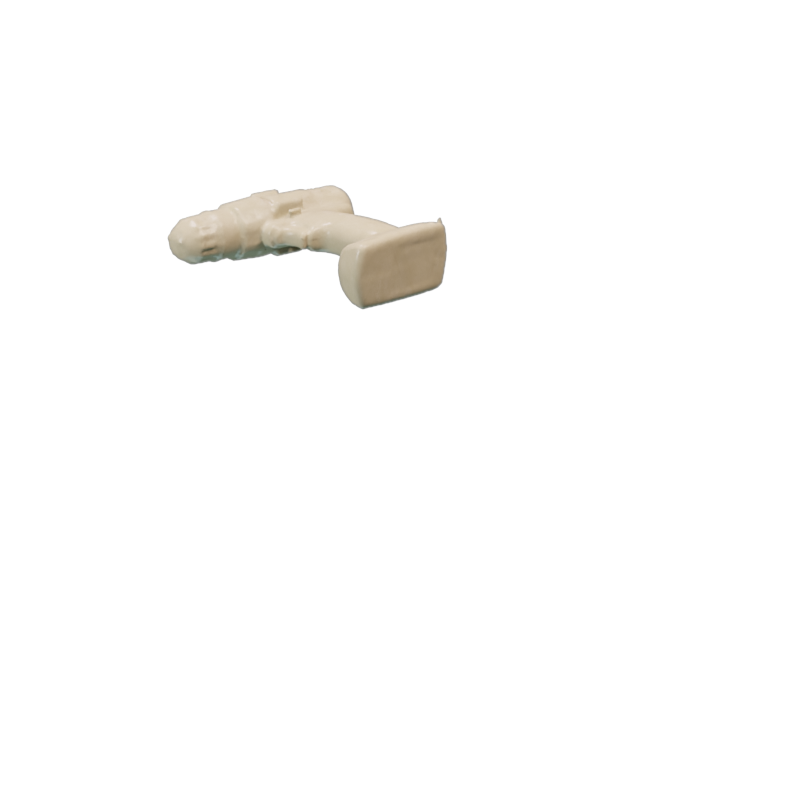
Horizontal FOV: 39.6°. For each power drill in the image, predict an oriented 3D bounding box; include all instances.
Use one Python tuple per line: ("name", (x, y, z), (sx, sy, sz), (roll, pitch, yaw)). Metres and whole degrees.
("power drill", (-0.071, -0.129, 0.906), (0.182, 0.055, 0.200), (-21, 33, -37))
